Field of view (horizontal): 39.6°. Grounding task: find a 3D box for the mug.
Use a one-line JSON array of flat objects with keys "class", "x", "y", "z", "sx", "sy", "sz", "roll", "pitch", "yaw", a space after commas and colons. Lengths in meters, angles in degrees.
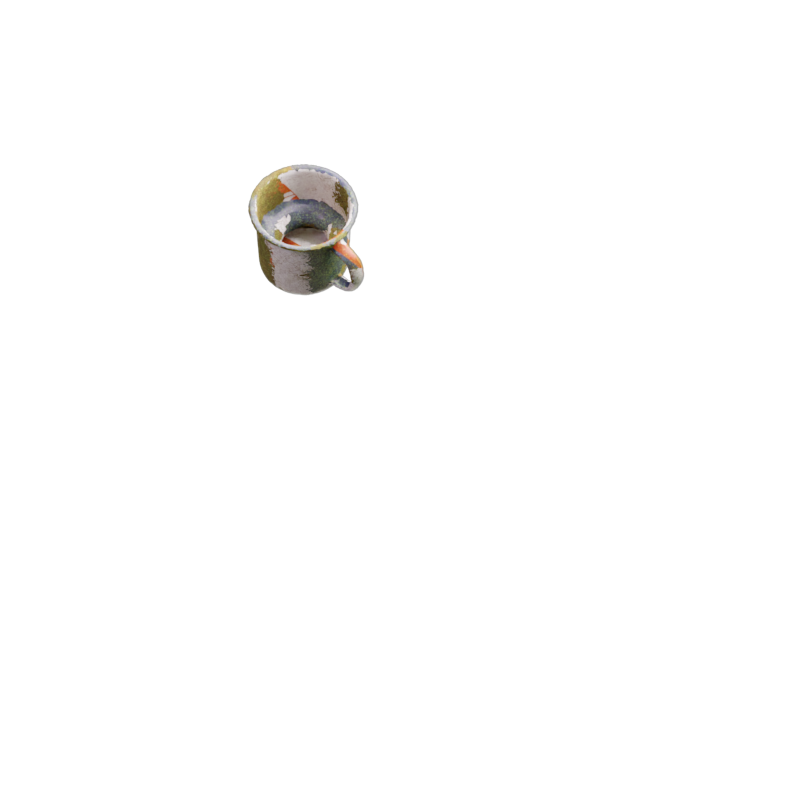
[{"class": "mug", "x": -0.076, "y": -0.138, "z": 0.967, "sx": 0.123, "sy": 0.094, "sz": 0.076, "roll": 39, "pitch": -25, "yaw": 21}]
